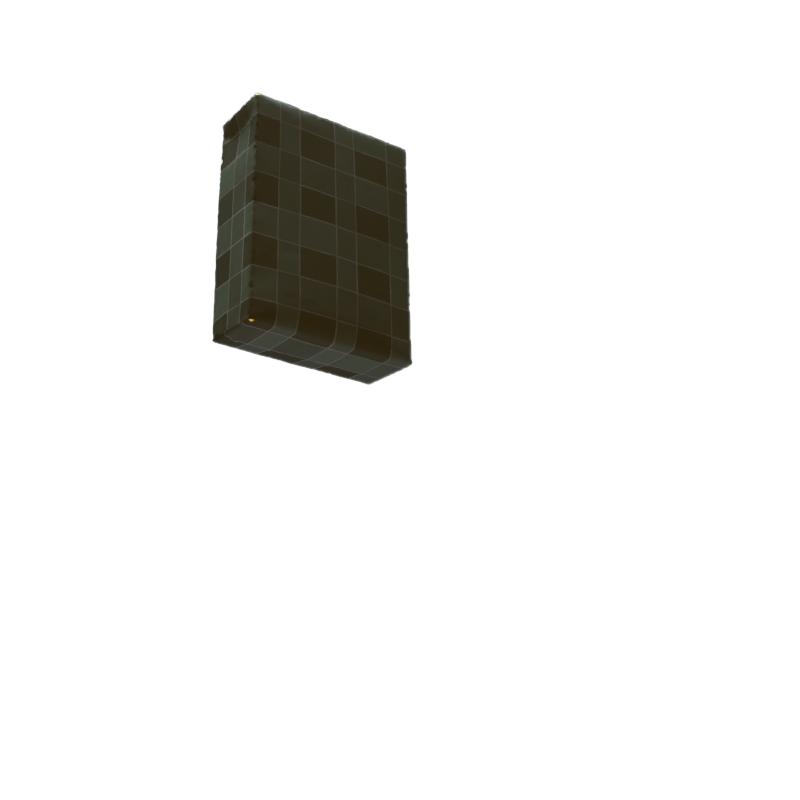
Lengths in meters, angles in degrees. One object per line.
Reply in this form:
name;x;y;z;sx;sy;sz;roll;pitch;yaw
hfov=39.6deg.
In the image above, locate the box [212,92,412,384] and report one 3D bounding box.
box;-0.075;-0.136;0.954;0.156;0.226;0.071;15;-31;-32
